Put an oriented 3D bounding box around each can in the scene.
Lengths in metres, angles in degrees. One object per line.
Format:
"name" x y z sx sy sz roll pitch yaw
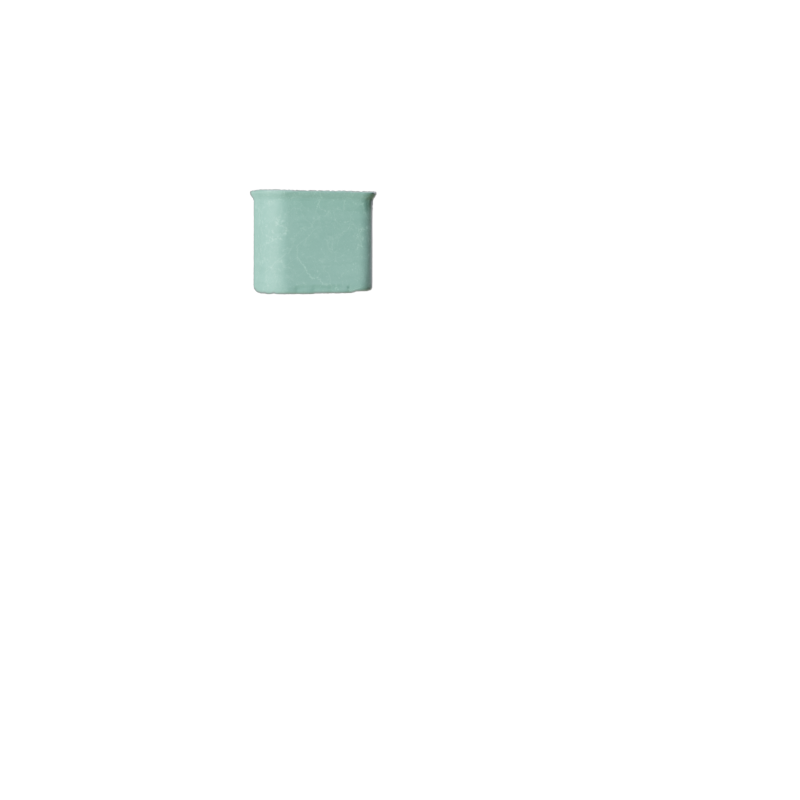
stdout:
"can" -0.071 -0.130 0.914 0.099 0.083 0.059 -2 3 -20
